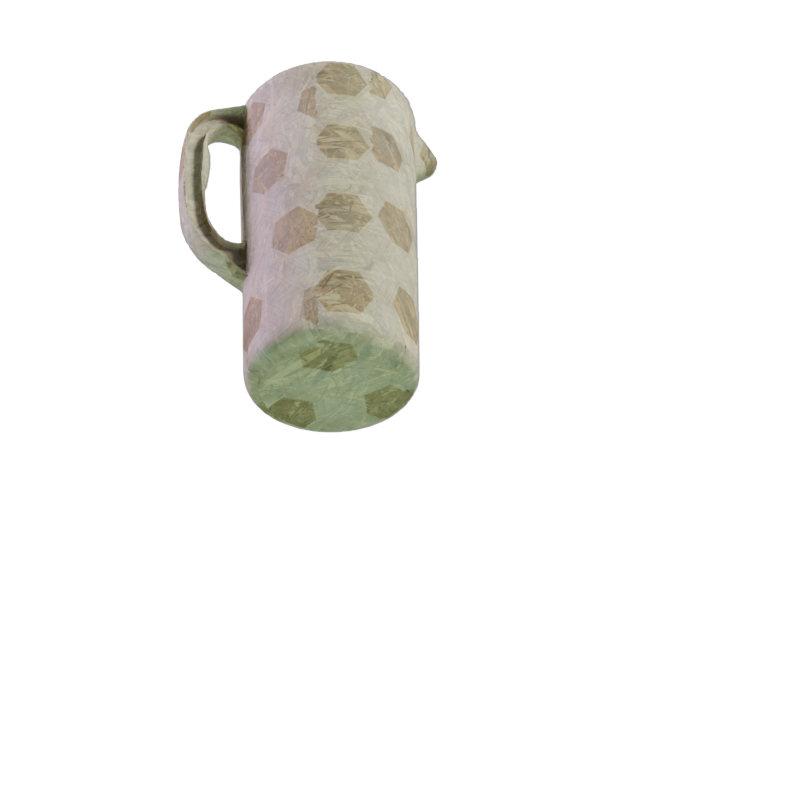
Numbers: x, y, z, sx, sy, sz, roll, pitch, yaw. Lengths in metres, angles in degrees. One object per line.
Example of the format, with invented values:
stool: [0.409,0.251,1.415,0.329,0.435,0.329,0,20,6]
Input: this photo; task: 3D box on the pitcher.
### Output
pitcher: [-0.059,-0.107,0.748,0.150,0.261,0.134,-20,-43,20]
